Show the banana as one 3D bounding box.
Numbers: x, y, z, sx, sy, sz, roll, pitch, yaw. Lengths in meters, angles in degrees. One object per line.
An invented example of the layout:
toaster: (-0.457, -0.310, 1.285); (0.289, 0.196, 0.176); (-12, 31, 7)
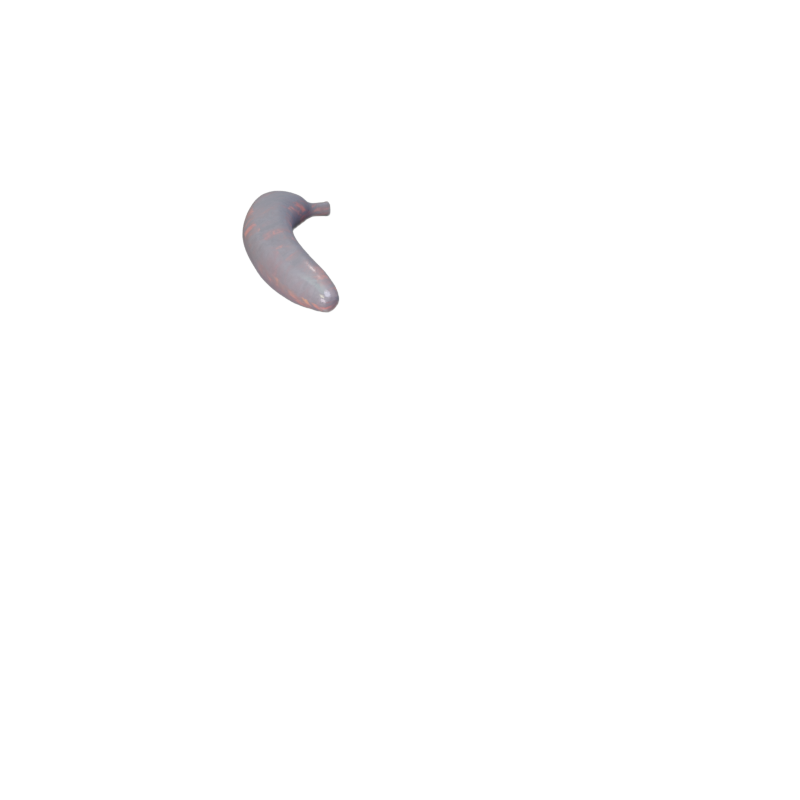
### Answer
banana: (-0.083, -0.119, 0.823); (0.069, 0.035, 0.210); (-2, 30, -4)
